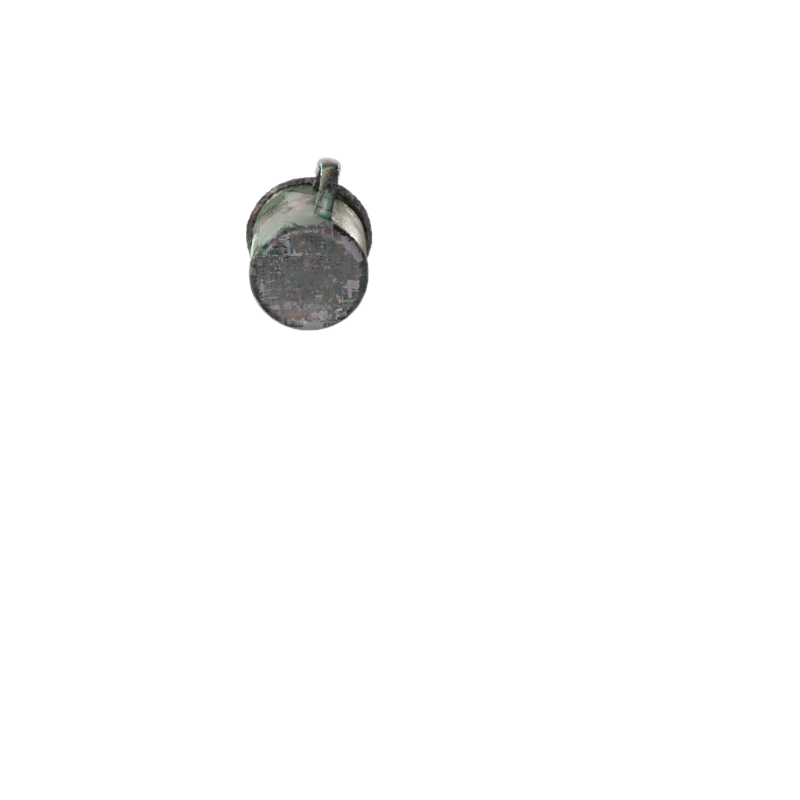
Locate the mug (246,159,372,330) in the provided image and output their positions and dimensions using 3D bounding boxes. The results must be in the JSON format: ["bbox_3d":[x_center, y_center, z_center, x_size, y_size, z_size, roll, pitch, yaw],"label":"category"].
[{"bbox_3d":[-0.061,-0.111,0.775,0.092,0.113,0.086,15,23,-9],"label":"mug"}]
